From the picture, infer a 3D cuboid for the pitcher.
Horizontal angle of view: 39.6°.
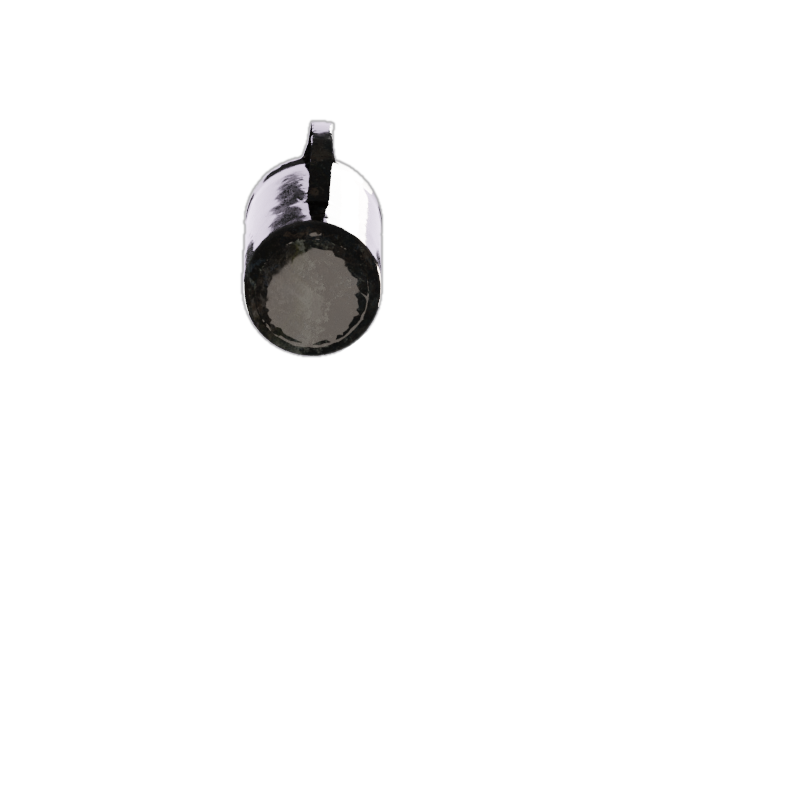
[{"bbox_3d":[-0.075,-0.137,0.958,0.144,0.144,0.253,-37,17,10],"label":"pitcher"}]
